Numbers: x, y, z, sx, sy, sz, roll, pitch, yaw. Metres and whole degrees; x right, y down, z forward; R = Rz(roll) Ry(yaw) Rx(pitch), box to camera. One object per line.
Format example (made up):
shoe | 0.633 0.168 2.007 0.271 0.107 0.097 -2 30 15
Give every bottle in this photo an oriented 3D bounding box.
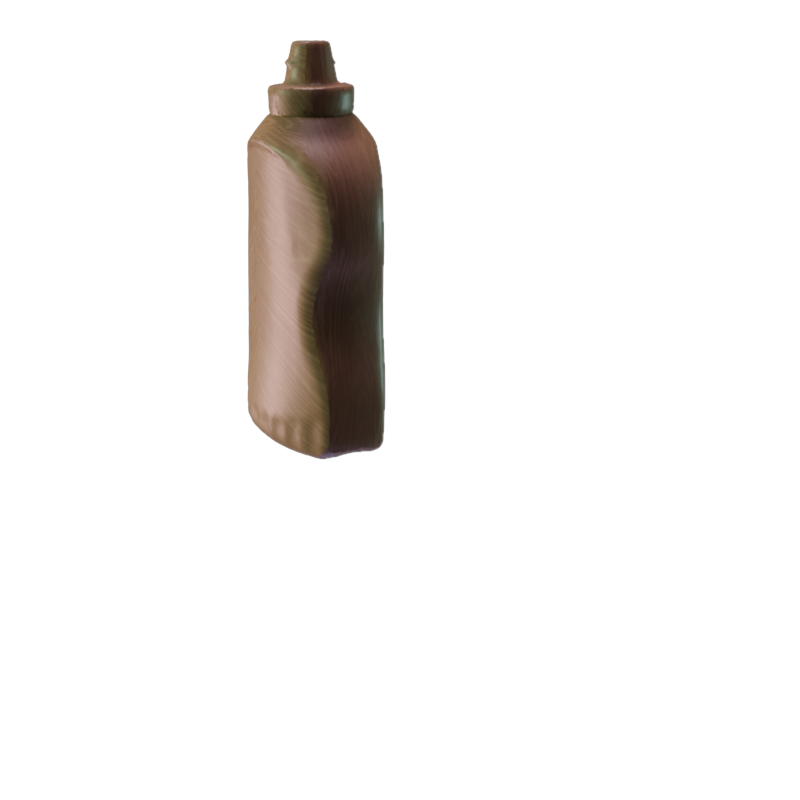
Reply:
bottle | -0.042 -0.077 0.537 0.057 0.186 0.101 -5 15 -25
